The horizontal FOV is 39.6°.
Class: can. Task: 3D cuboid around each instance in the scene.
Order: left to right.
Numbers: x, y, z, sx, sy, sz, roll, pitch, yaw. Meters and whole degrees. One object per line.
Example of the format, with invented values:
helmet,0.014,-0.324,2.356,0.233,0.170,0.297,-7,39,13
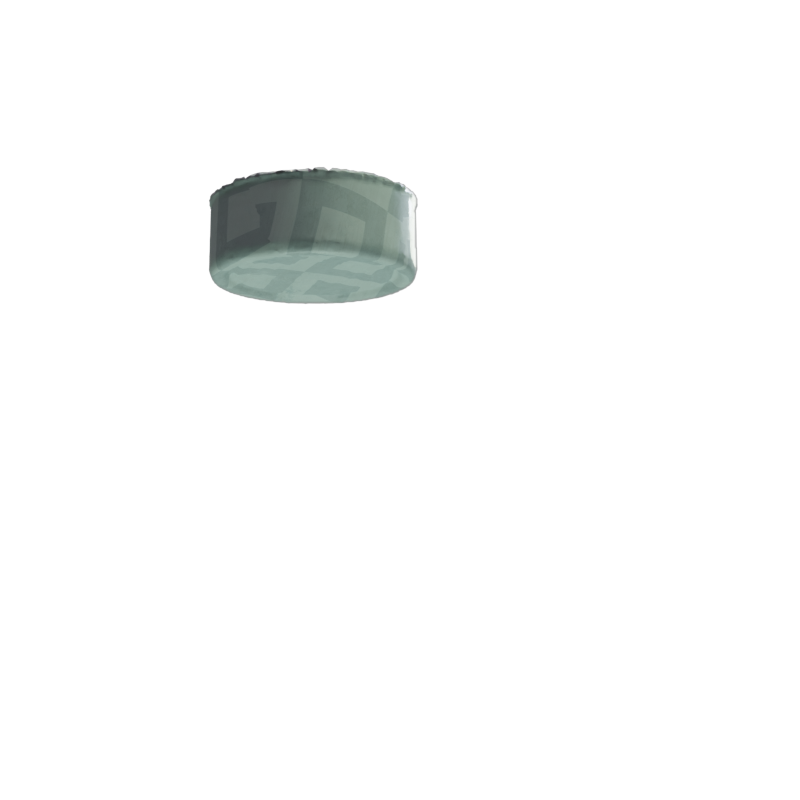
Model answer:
can,-0.035,-0.065,0.453,0.086,0.035,0.083,0,-10,-2
